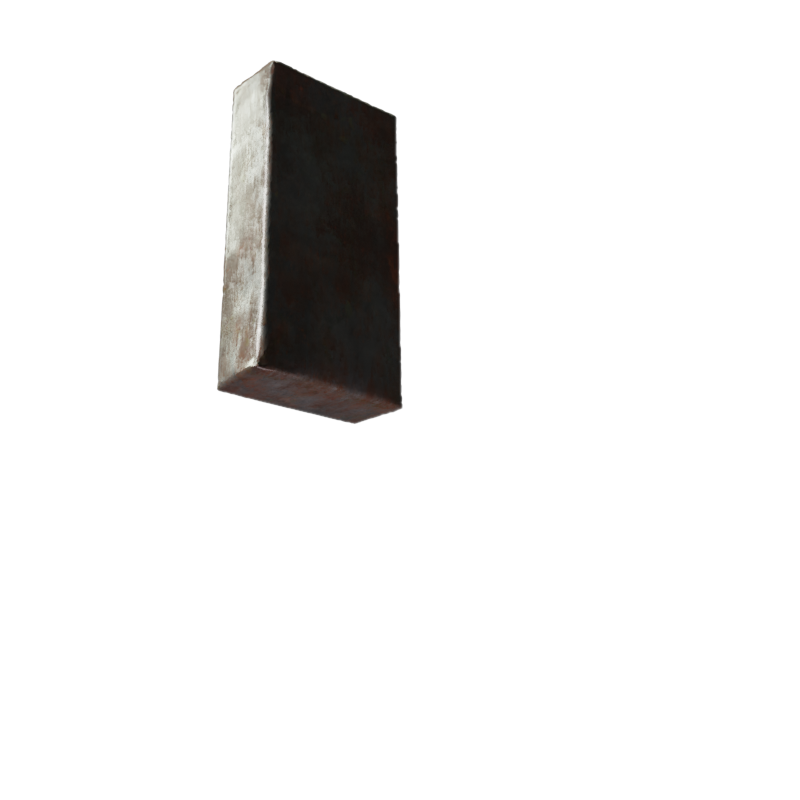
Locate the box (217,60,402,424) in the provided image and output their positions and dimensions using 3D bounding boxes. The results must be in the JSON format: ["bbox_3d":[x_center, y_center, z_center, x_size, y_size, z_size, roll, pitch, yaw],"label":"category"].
[{"bbox_3d":[-0.046,-0.084,0.592,0.088,0.187,0.048,18,-32,-36],"label":"box"}]
